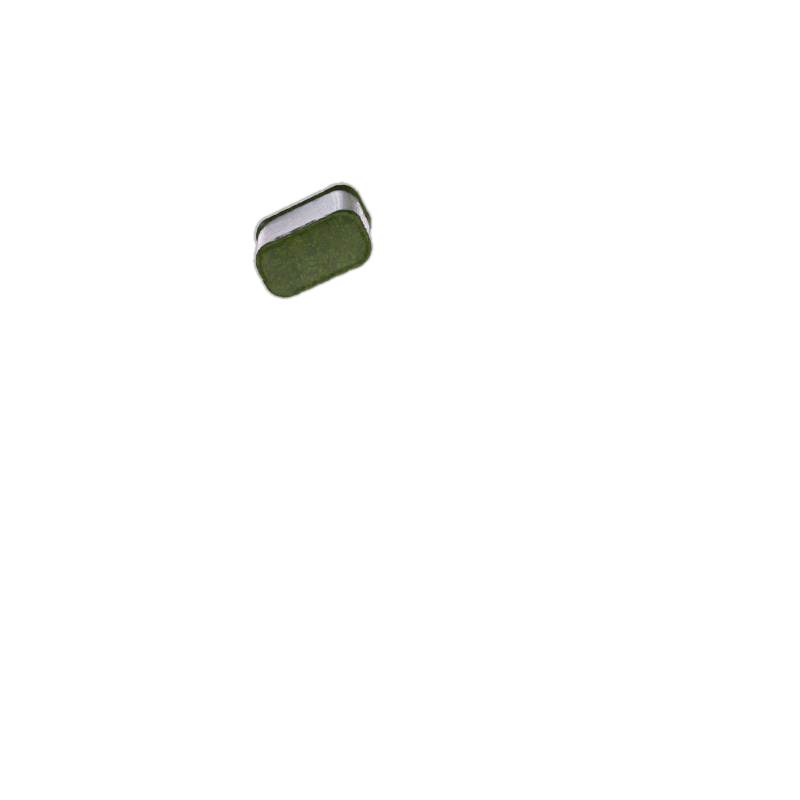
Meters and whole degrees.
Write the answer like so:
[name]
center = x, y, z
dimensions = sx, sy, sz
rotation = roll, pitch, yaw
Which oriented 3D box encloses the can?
[can]
center = -0.074, -0.135, 0.945
dimensions = 0.102, 0.055, 0.088
rotation = -25, 20, 6
